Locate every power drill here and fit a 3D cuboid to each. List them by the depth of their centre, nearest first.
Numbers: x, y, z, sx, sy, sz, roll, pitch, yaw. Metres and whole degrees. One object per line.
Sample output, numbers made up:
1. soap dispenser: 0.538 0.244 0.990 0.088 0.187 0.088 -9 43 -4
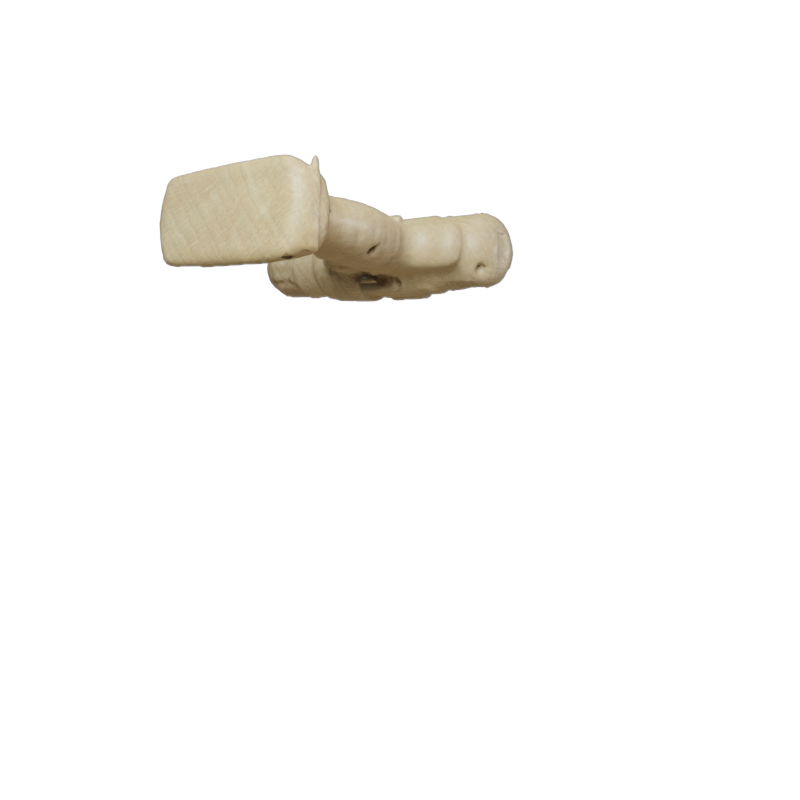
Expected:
1. power drill: -0.052 -0.096 0.670 0.190 0.058 0.179 -3 -4 37
